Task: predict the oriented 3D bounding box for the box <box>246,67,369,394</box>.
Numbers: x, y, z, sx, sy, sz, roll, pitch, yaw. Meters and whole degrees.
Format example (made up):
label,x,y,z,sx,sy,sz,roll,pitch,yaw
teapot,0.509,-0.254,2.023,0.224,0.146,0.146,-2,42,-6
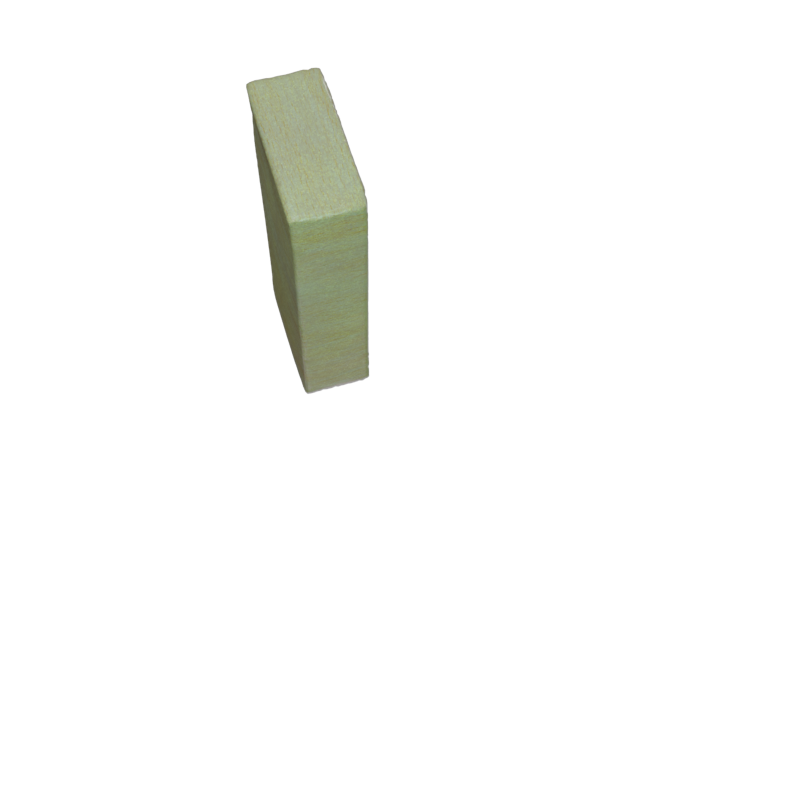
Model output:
label,x,y,z,sx,sy,sz,roll,pitch,yaw
box,-0.047,-0.086,0.602,0.048,0.100,0.166,-12,-27,-11
